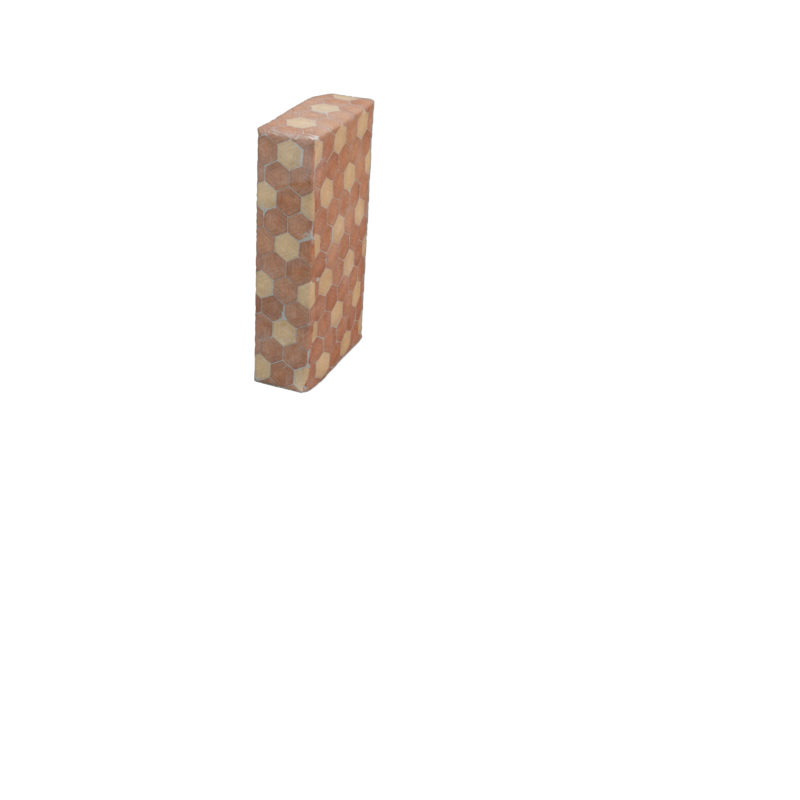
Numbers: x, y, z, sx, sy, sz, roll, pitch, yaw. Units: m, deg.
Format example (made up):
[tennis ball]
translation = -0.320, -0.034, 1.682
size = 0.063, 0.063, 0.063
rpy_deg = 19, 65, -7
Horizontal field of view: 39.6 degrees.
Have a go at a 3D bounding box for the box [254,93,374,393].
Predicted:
[box]
translation = -0.056, -0.103, 0.719
size = 0.050, 0.167, 0.095
rpy_deg = 11, 27, 20
